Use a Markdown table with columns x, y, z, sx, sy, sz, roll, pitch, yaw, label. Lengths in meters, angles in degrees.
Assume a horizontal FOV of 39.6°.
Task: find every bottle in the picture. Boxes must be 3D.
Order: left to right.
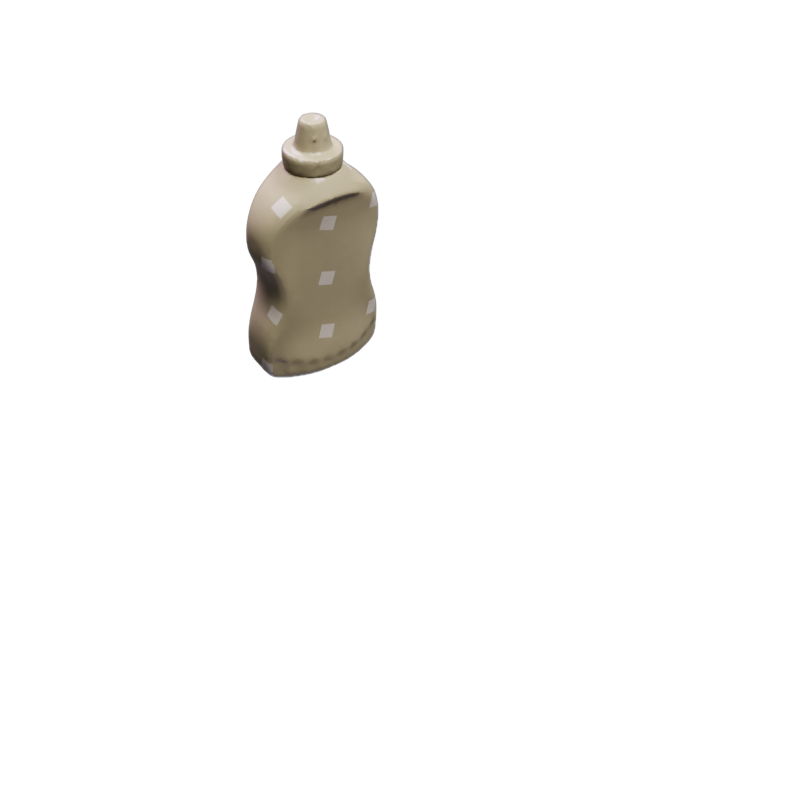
| x | y | z | sx | sy | sz | roll | pitch | yaw | label |
| --- | --- | --- | --- | --- | --- | --- | --- | --- | --- |
| -0.060 | -0.110 | 0.768 | 0.095 | 0.179 | 0.063 | -21 | 43 | -27 | bottle |
